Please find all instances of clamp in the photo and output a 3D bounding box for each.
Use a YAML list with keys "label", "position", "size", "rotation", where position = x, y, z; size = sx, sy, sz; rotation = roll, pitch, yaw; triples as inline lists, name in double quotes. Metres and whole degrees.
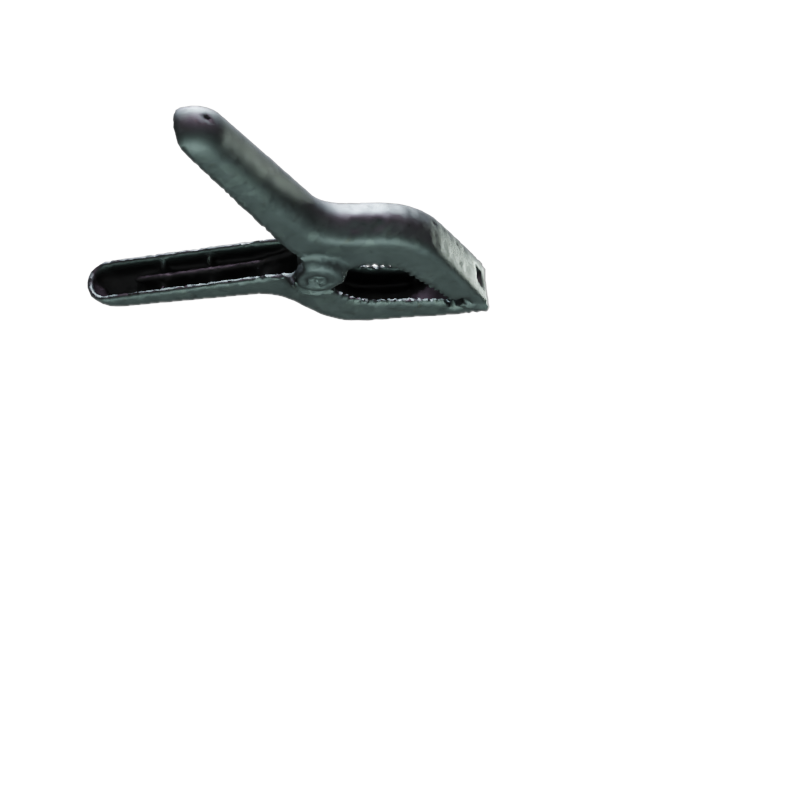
- label: "clamp"
  position: [-0.044, -0.081, 0.565]
  size: [0.205, 0.039, 0.159]
  rotation: [8, -26, -16]
